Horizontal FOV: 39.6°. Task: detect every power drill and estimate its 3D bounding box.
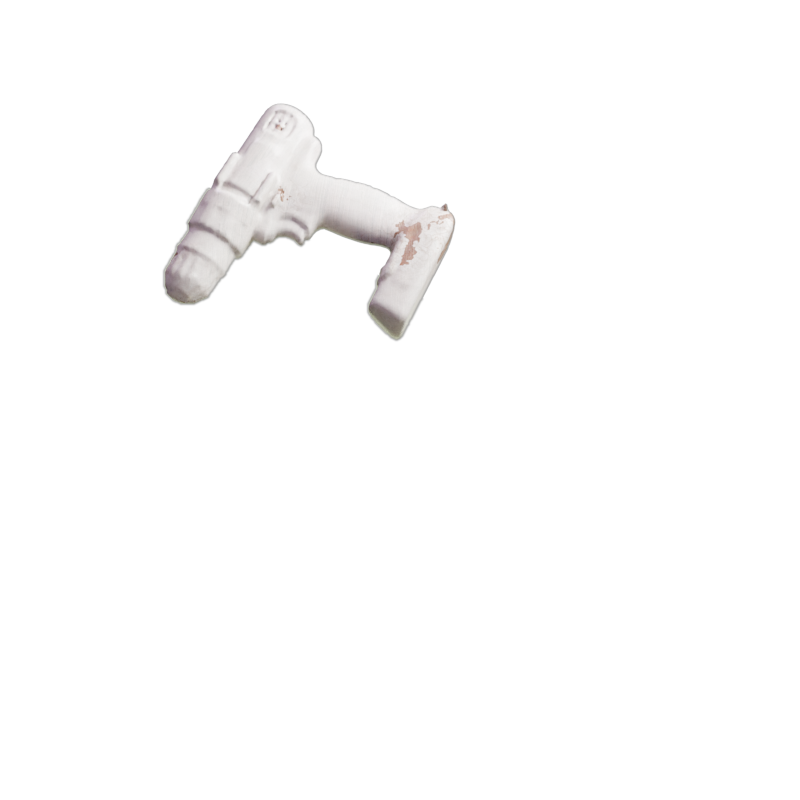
[{"bbox_3d":[-0.067,-0.122,0.854,0.192,0.189,0.055,27,-17,9],"label":"power drill"}]
